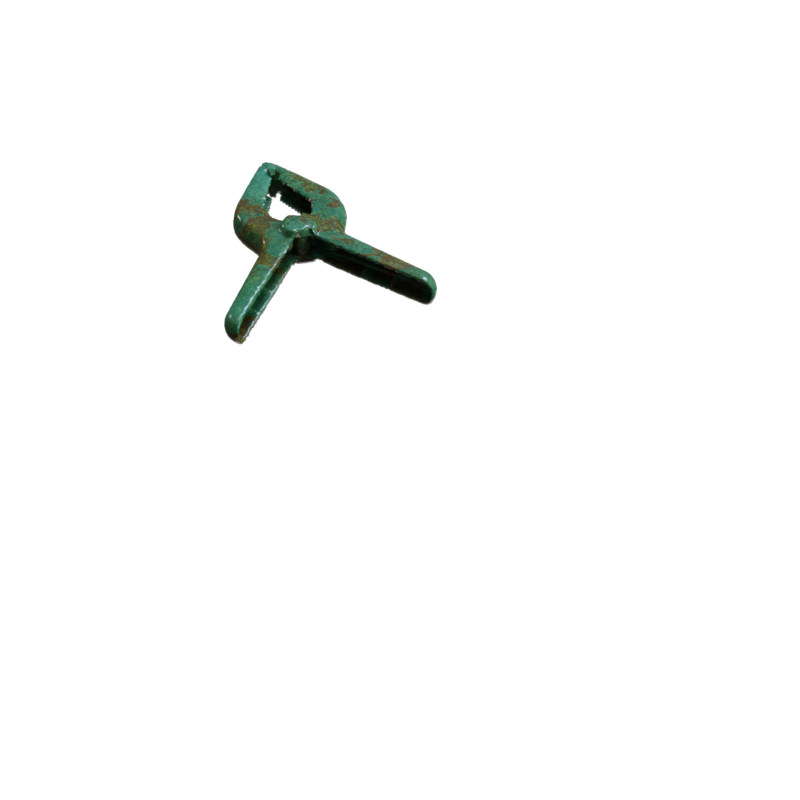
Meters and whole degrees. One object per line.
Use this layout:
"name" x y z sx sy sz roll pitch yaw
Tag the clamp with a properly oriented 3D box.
"clamp" -0.070 -0.128 0.898 0.163 0.034 0.227 -8 42 -9
